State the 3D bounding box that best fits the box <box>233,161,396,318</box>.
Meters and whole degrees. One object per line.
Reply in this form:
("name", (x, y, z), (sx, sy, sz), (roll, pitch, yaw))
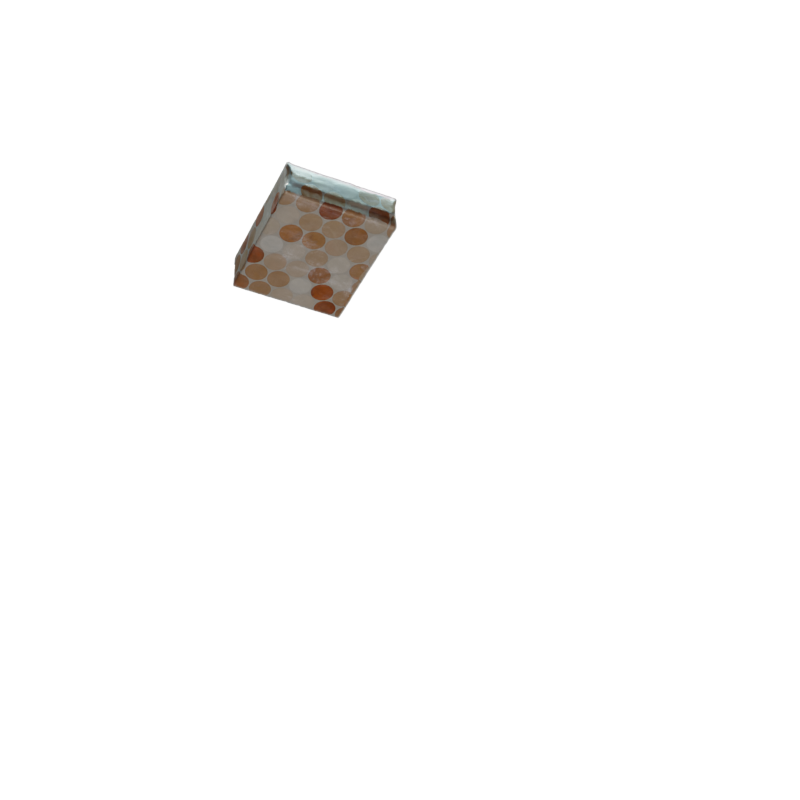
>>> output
("box", (-0.053, -0.097, 0.678), (0.071, 0.032, 0.086), (17, -46, -18))
